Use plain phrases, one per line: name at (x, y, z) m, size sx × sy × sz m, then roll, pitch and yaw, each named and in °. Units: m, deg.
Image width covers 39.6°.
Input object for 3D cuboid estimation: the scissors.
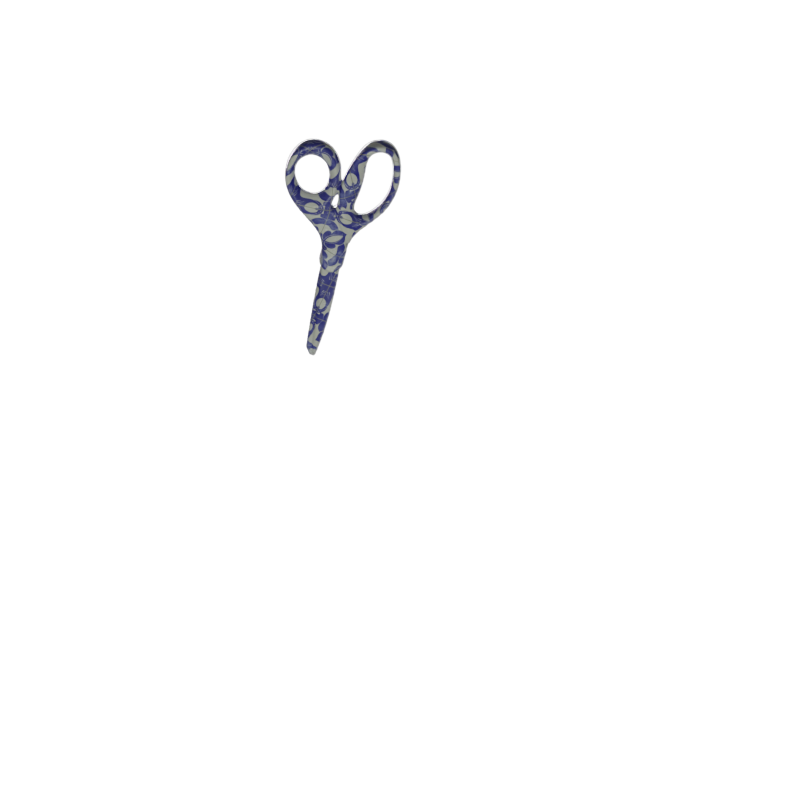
scissors at (-0.068, -0.125, 0.873) m, size 0.093 × 0.195 × 0.017 m, roll 24°, pitch 30°, yaw -15°
